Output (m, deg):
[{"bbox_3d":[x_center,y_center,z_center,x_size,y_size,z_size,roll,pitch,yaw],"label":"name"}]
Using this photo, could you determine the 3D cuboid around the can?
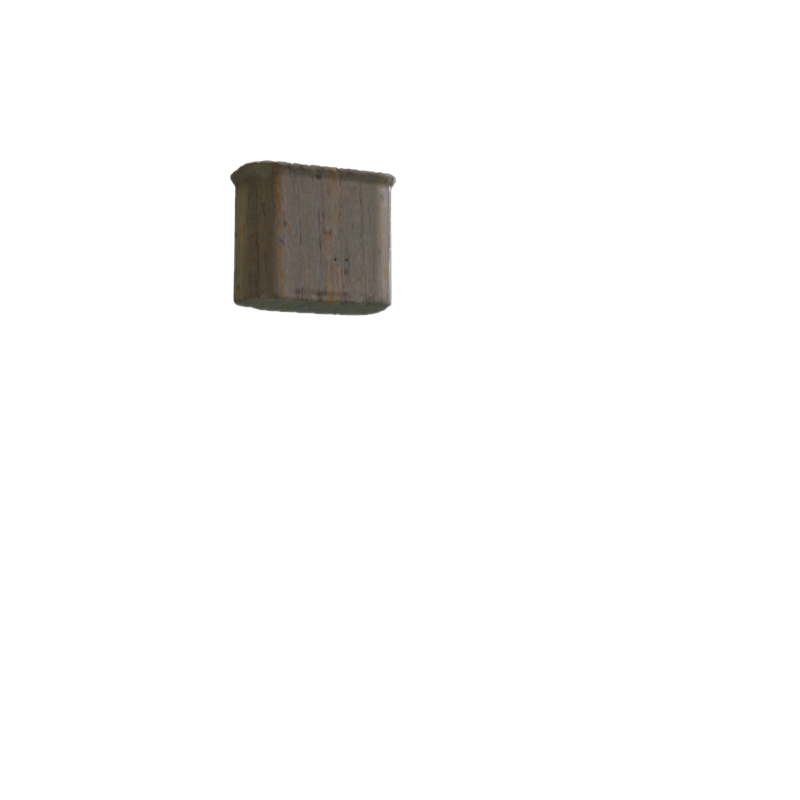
[{"bbox_3d":[-0.054,-0.098,0.689,0.099,0.086,0.058,2,-9,-23],"label":"can"}]
